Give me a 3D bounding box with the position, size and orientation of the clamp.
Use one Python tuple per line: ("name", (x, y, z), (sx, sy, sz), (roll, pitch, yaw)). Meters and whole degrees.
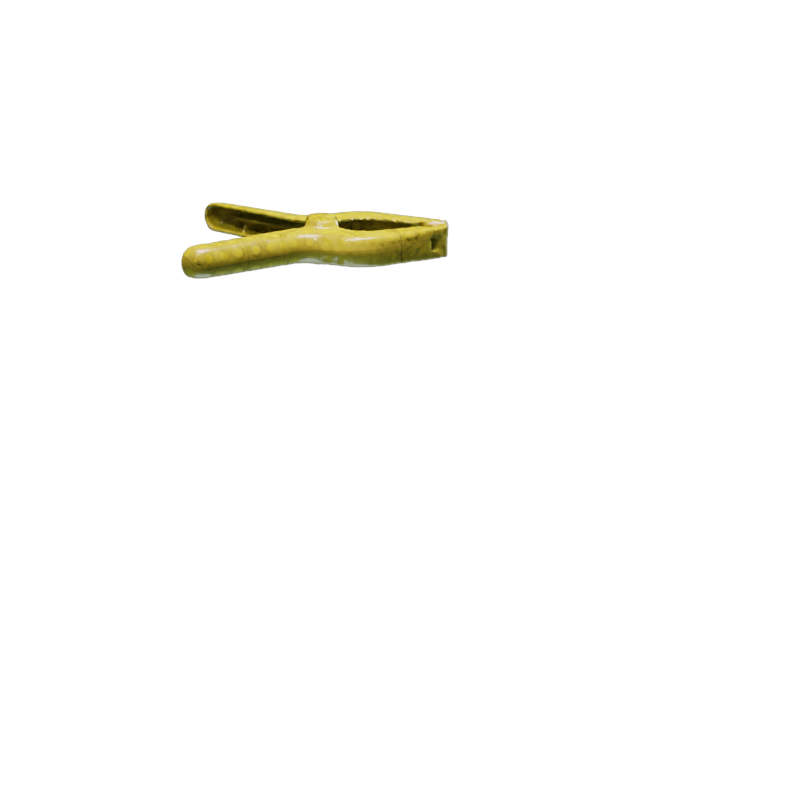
("clamp", (-0.068, -0.125, 0.874), (0.212, 0.035, 0.170), (2, 23, 6))
